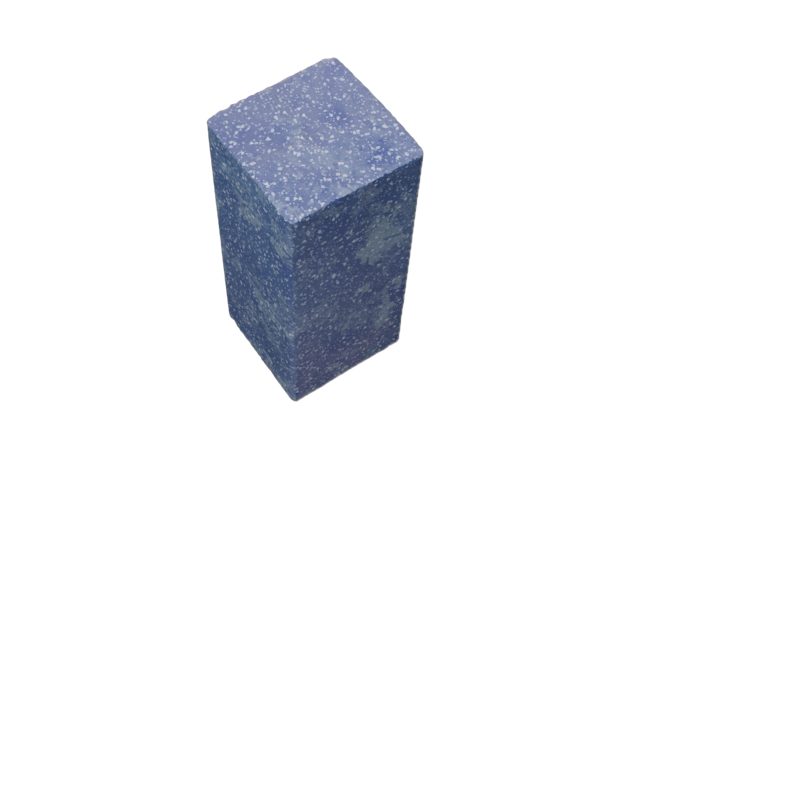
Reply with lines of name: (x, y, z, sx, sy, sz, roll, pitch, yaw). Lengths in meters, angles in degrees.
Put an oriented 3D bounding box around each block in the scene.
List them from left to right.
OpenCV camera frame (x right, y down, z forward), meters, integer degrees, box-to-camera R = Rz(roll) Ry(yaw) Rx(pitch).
block: (-0.054, -0.099, 0.690, 0.091, 0.096, 0.194, -31, -23, -19)
